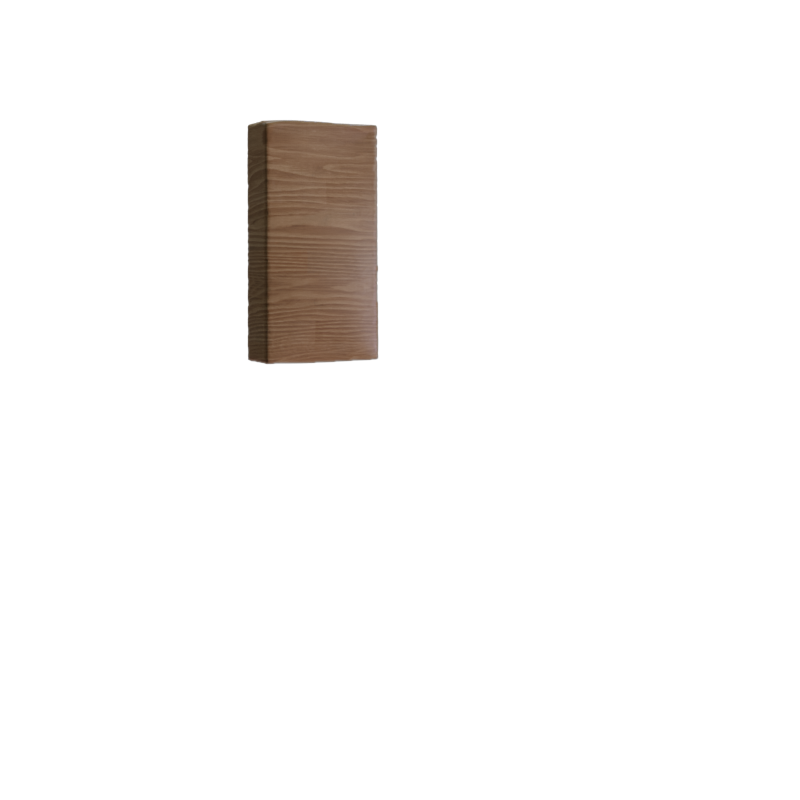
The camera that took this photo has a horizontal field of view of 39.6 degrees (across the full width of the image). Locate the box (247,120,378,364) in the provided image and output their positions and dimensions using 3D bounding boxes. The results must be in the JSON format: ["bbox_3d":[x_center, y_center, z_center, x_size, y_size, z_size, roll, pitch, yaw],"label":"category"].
[{"bbox_3d":[-0.064,-0.117,0.823,0.091,0.176,0.050,-1,2,-25],"label":"box"}]
